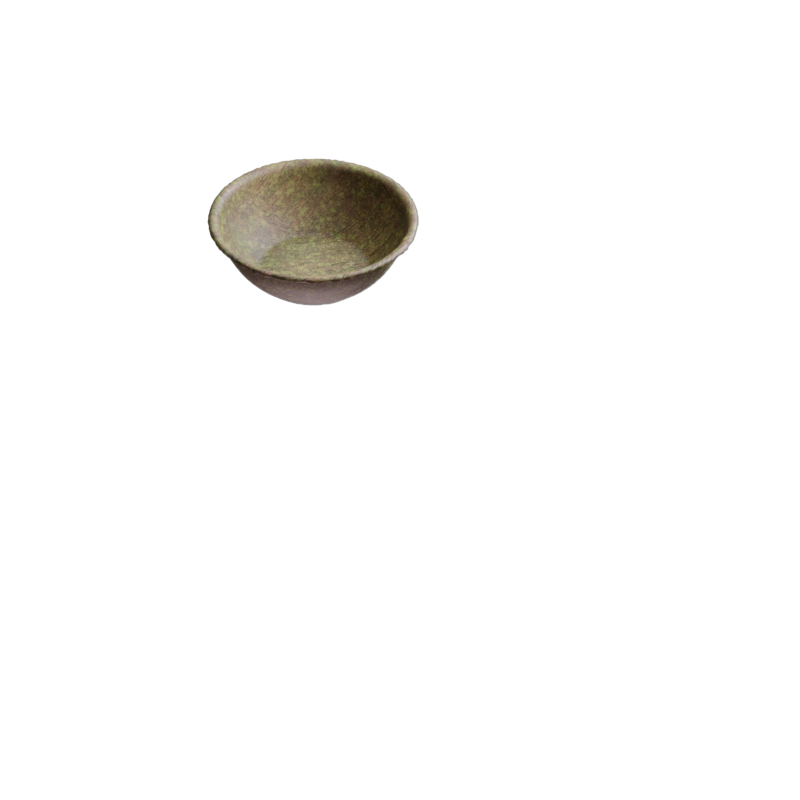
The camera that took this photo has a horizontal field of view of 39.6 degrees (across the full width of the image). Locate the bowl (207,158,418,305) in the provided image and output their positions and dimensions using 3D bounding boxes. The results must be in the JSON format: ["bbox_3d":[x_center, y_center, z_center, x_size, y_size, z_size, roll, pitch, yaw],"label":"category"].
[{"bbox_3d":[-0.068,-0.123,0.865,0.162,0.051,0.174,-1,42,-2],"label":"bowl"}]
